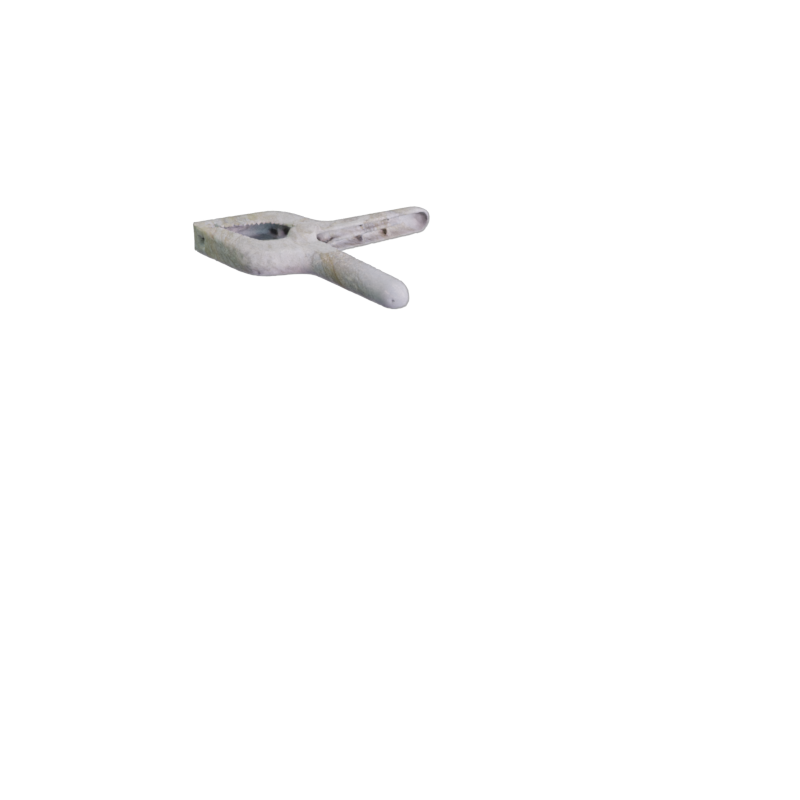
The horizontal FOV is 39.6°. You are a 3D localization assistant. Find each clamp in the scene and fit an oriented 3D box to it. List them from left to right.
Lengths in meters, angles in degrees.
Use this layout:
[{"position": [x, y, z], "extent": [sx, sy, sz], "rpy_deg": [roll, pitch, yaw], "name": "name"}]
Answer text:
[{"position": [-0.077, -0.140, 0.978], "extent": [0.215, 0.034, 0.170], "rpy_deg": [9, 32, 14], "name": "clamp"}]
